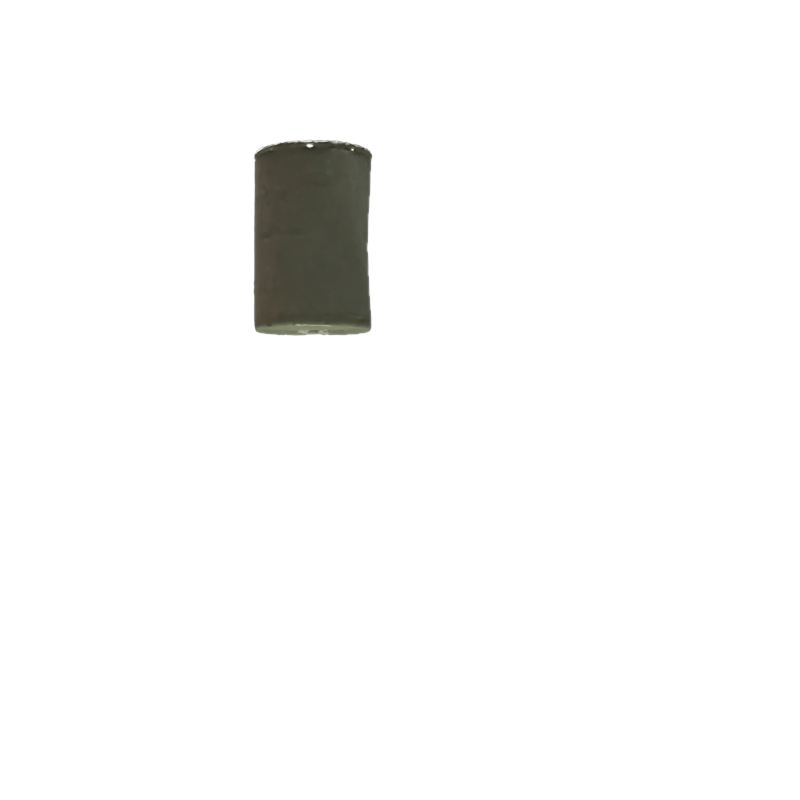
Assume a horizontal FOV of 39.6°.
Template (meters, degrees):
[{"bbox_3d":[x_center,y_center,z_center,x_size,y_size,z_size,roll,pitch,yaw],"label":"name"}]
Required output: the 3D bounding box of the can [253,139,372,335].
[{"bbox_3d":[-0.049,-0.090,0.629,0.068,0.104,0.067,0,-7,-2],"label":"can"}]
